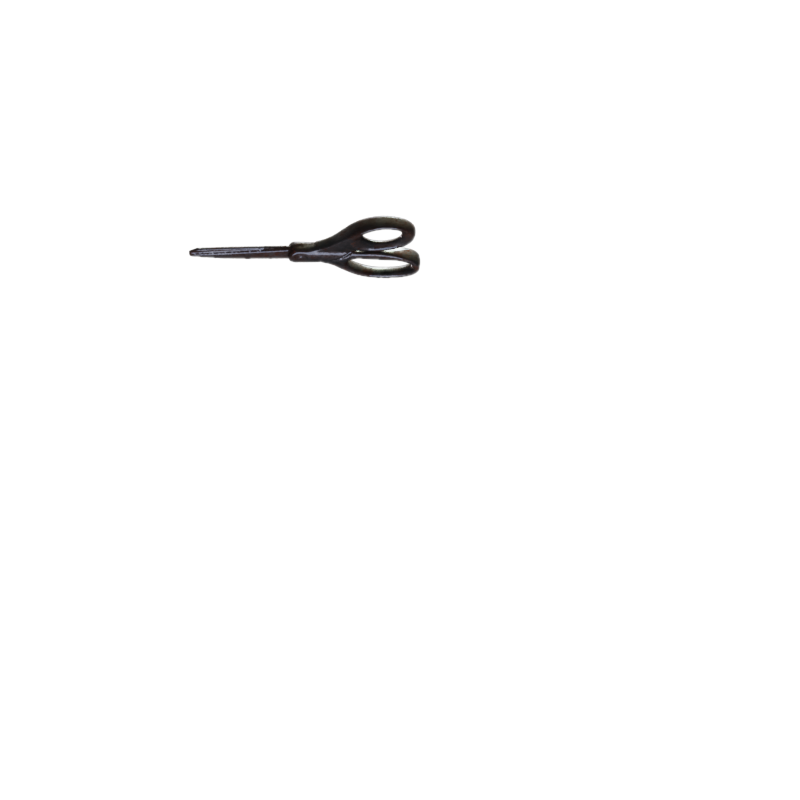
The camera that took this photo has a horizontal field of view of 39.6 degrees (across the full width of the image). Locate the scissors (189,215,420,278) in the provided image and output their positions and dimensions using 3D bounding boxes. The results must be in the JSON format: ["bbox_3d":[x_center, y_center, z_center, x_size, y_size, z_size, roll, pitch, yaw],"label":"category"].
[{"bbox_3d":[-0.075,-0.136,0.954,0.198,0.017,0.092,6,-27,-13],"label":"scissors"}]
